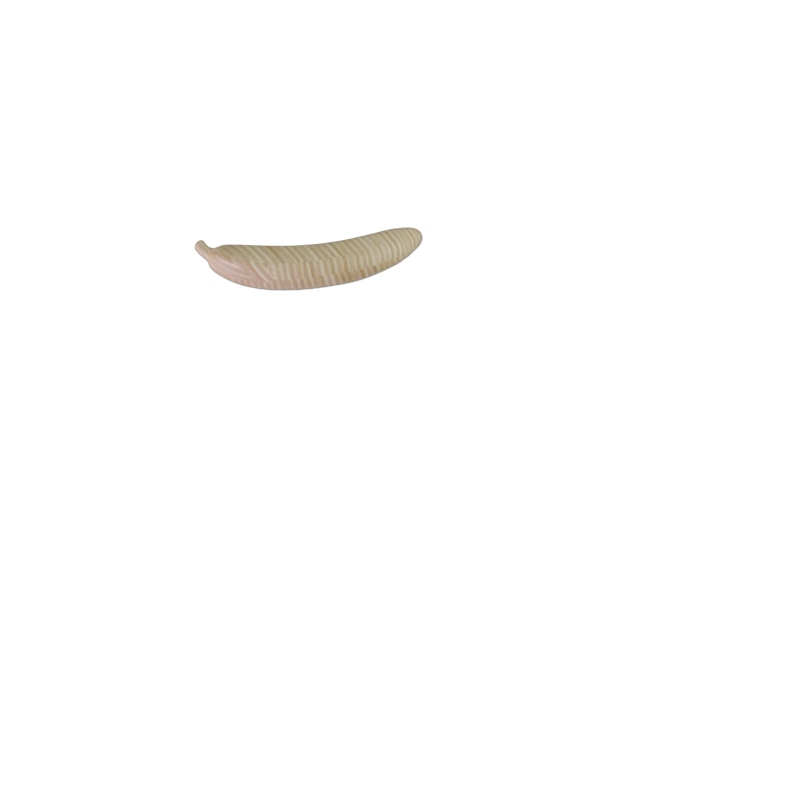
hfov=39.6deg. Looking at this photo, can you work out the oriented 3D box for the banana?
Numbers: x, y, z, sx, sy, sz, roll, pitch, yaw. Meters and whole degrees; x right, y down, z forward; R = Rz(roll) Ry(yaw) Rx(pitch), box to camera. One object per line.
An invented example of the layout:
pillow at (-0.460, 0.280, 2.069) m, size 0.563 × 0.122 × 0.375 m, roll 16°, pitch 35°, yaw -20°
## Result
banana at (-0.076, -0.122, 0.937) m, size 0.197 × 0.034 × 0.075 m, roll -2°, pitch 44°, yaw -2°
